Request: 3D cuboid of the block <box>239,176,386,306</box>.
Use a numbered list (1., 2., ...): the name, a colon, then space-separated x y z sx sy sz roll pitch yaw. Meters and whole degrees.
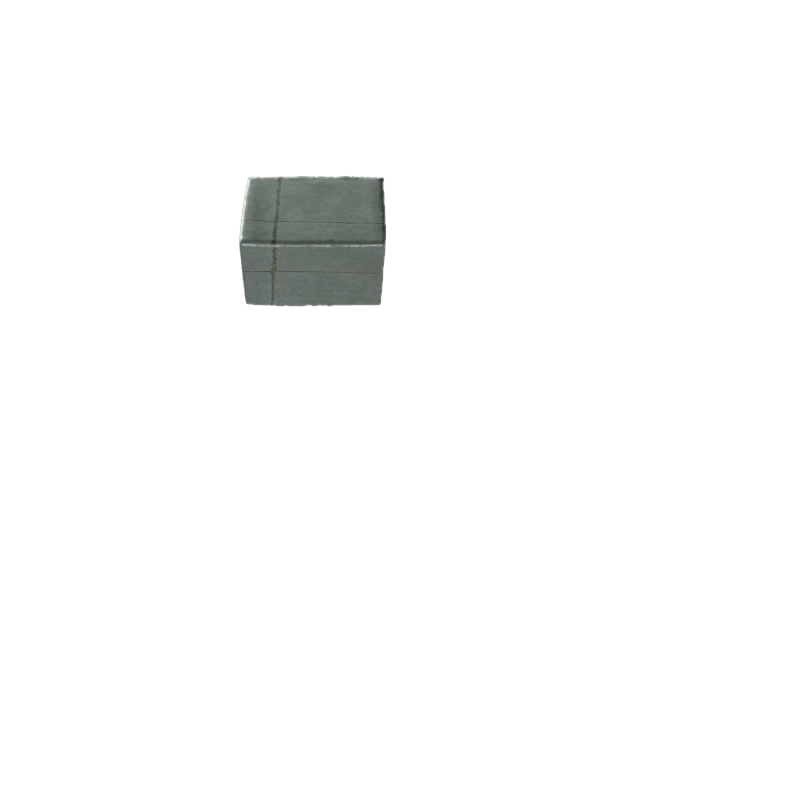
1. block: -0.048 -0.087 0.611 0.078 0.055 0.049 0 -39 -2
